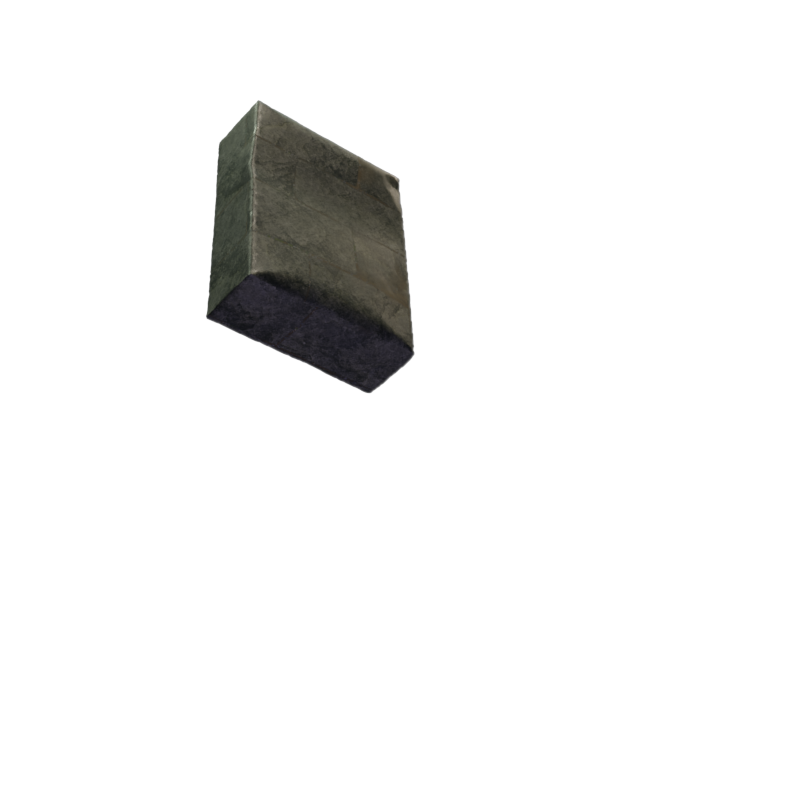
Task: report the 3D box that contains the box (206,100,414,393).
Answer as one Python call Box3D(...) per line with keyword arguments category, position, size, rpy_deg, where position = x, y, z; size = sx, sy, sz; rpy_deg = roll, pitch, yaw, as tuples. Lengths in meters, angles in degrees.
Box3D(category="box", position=(-0.073, -0.133, 0.934), size=(0.156, 0.230, 0.070), rpy_deg=(25, -48, -28))
